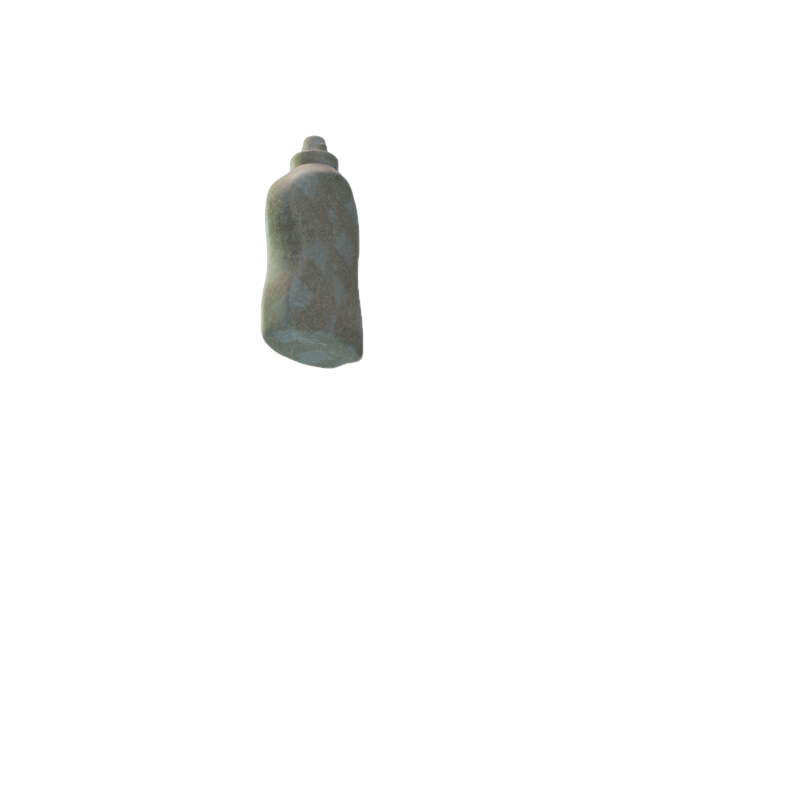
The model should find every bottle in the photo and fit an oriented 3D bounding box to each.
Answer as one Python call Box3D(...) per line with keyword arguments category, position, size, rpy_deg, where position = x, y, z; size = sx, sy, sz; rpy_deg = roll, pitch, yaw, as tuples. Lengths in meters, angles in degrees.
Box3D(category="bottle", position=(-0.070, -0.129, 0.900), size=(0.059, 0.203, 0.090), rpy_deg=(-20, -30, 34))
